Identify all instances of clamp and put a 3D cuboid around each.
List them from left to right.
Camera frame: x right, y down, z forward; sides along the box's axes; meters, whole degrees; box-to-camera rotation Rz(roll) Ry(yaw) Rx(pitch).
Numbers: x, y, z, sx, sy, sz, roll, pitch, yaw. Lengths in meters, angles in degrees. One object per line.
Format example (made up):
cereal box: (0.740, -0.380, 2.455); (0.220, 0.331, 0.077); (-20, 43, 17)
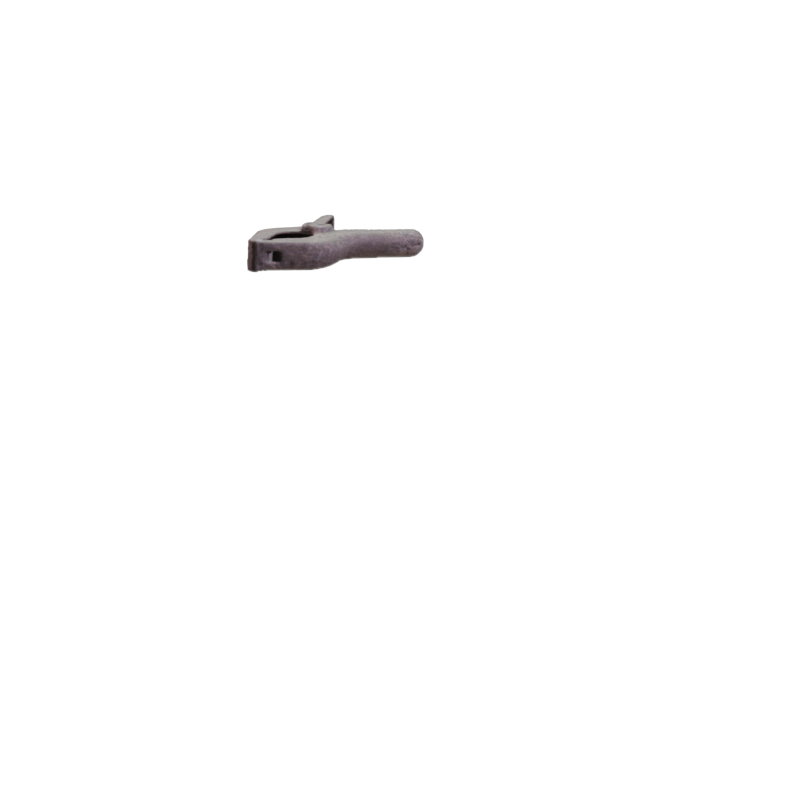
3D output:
clamp: (-0.077, -0.141, 0.985); (0.166, 0.038, 0.126); (-11, 16, -40)
